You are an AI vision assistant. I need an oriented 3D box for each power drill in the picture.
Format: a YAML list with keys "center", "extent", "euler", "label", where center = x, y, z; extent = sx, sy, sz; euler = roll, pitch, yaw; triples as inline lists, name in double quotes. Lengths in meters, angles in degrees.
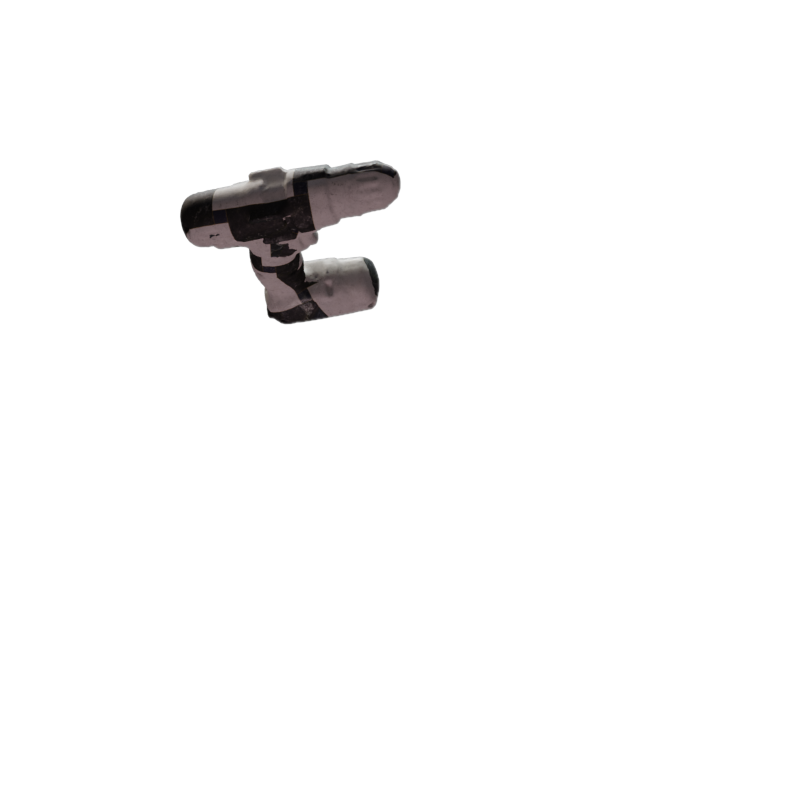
- center: [-0.075, -0.137, 0.958]
  extent: [0.187, 0.061, 0.174]
  euler: [-7, -27, 13]
  label: "power drill"
